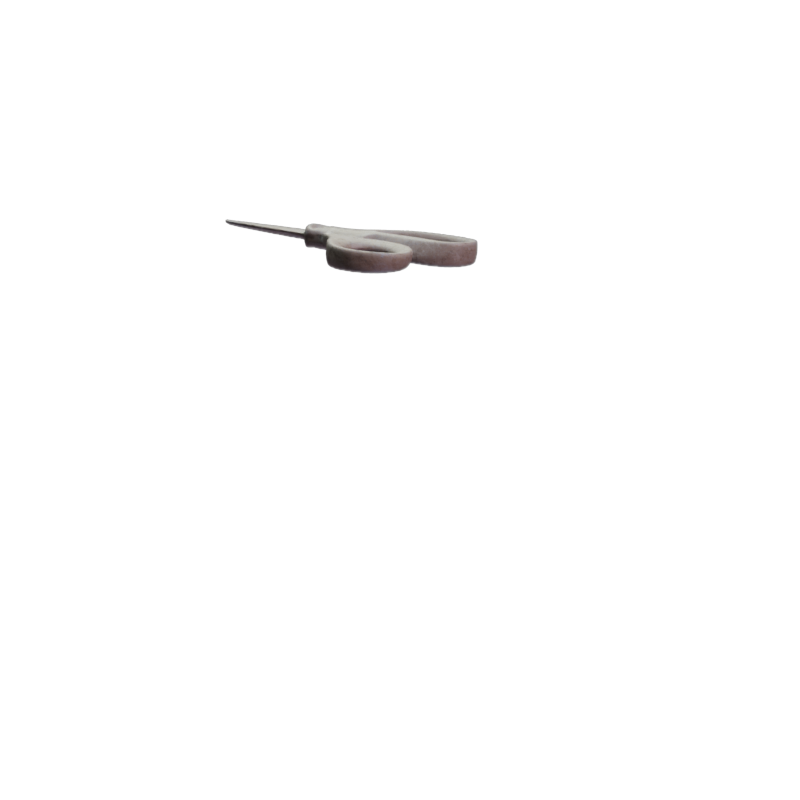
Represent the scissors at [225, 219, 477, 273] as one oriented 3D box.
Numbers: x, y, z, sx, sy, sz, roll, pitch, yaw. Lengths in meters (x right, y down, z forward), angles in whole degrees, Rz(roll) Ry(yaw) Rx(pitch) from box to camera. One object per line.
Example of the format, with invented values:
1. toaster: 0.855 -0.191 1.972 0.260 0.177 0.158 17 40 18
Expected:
1. scissors: -0.053 -0.096 0.676 0.210 0.015 0.095 10 18 30
